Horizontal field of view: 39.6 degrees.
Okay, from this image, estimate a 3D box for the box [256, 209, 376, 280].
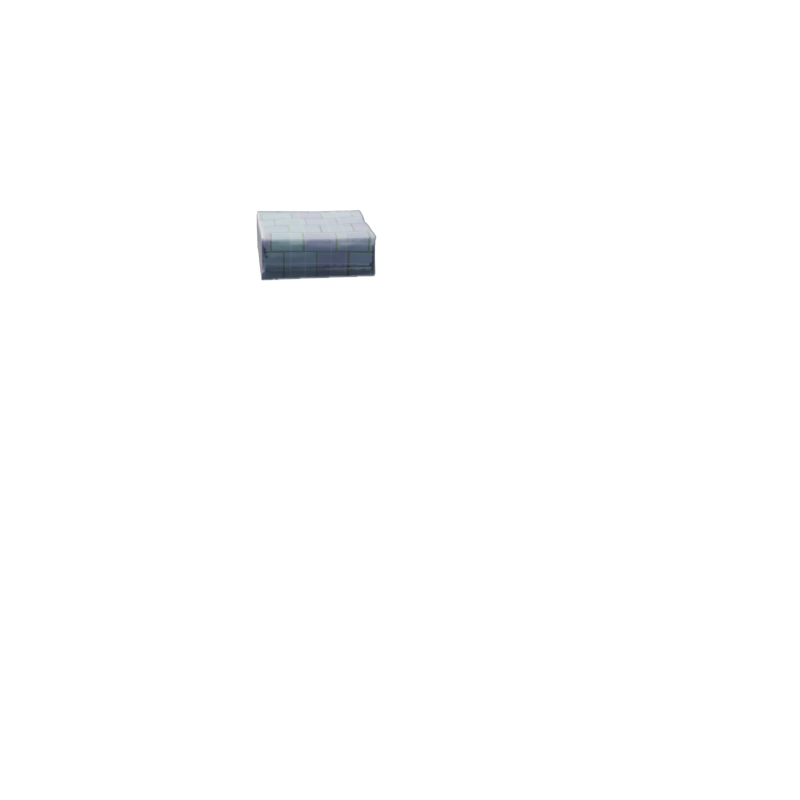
[{"bbox_3d":[-0.057,-0.105,0.733,0.073,0.029,0.093,-2,20,-6],"label":"box"}]
